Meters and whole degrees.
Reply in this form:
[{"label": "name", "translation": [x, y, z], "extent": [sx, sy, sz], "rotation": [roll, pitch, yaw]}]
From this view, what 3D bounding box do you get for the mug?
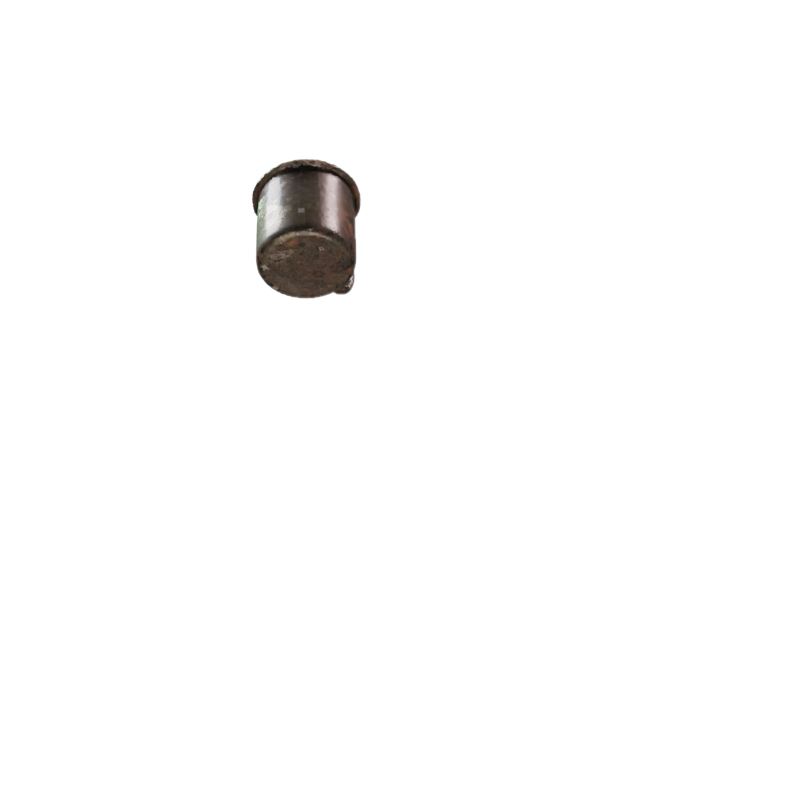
[{"label": "mug", "translation": [-0.073, -0.132, 0.926], "extent": [0.094, 0.087, 0.108], "rotation": [-20, -46, 19]}]
